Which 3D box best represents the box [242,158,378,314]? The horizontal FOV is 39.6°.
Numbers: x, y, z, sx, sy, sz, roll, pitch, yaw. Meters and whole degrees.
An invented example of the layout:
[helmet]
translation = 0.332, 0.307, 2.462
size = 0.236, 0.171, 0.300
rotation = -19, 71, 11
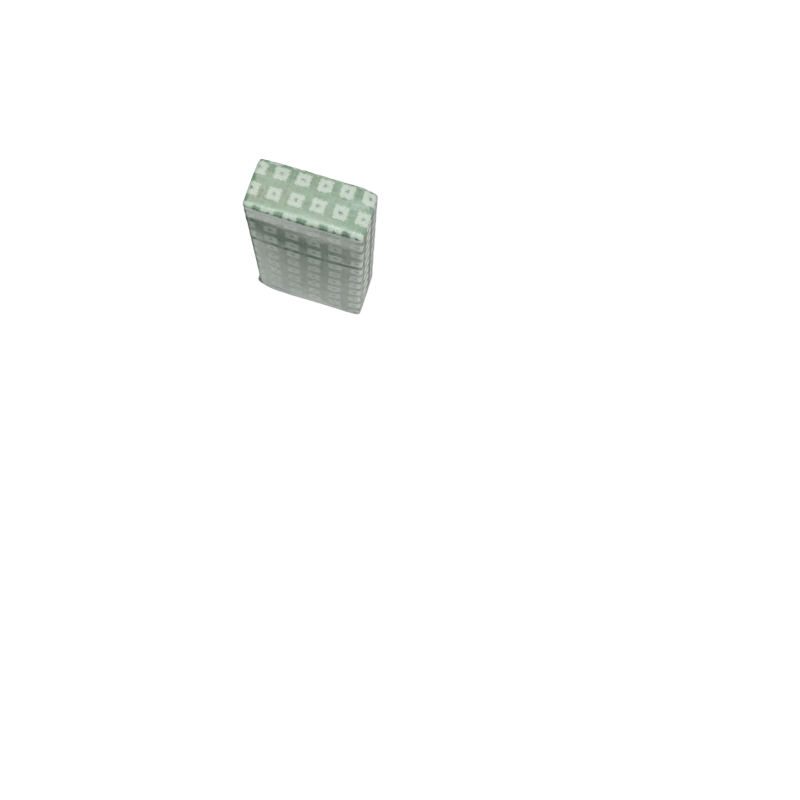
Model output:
[box]
translation = -0.068, -0.124, 0.867
size = 0.094, 0.050, 0.169
rotation = 18, -17, 2
